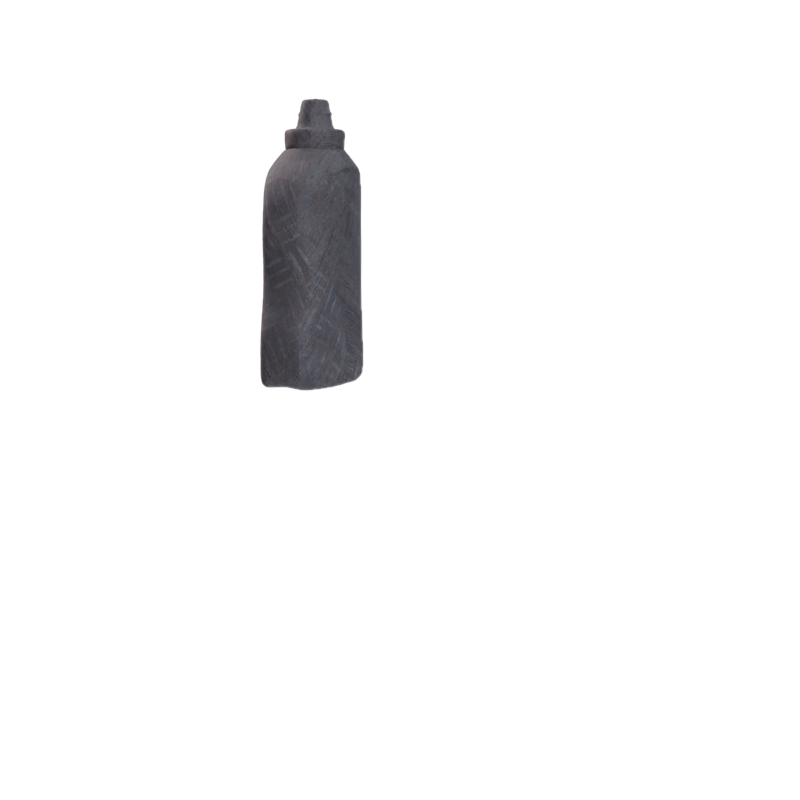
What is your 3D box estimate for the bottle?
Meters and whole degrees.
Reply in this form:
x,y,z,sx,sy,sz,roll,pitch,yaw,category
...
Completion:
x,y,z,sx,sy,sz,roll,pitch,yaw,category
-0.058,-0.107,0.752,0.060,0.191,0.093,1,3,26,bottle
